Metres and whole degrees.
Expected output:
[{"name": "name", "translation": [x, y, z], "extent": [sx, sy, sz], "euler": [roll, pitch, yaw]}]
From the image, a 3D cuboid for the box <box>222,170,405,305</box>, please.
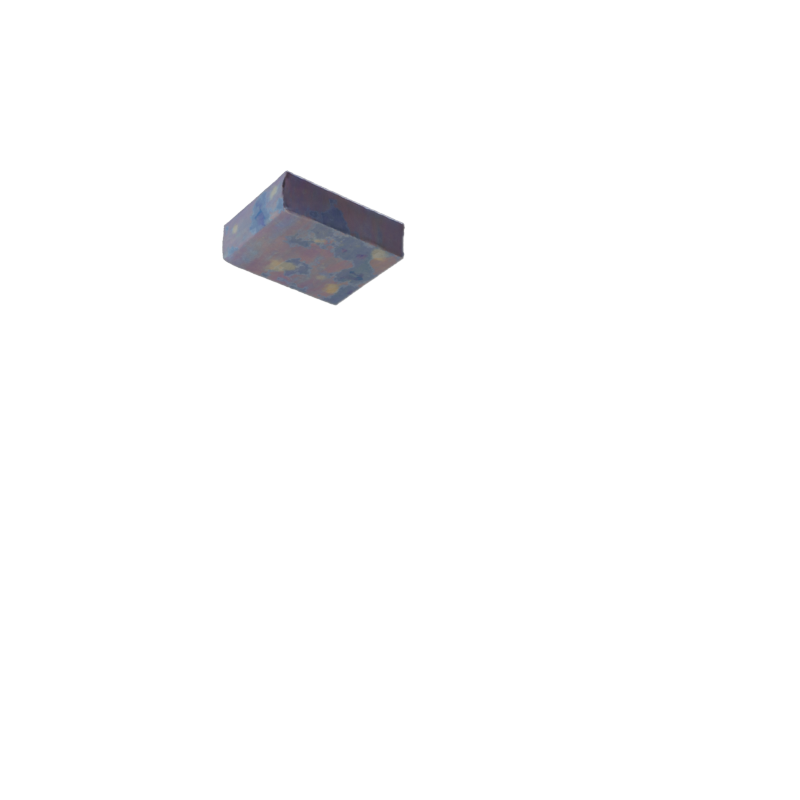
[{"name": "box", "translation": [-0.066, -0.121, 0.848], "extent": [0.108, 0.041, 0.089], "euler": [19, -34, -32]}]
